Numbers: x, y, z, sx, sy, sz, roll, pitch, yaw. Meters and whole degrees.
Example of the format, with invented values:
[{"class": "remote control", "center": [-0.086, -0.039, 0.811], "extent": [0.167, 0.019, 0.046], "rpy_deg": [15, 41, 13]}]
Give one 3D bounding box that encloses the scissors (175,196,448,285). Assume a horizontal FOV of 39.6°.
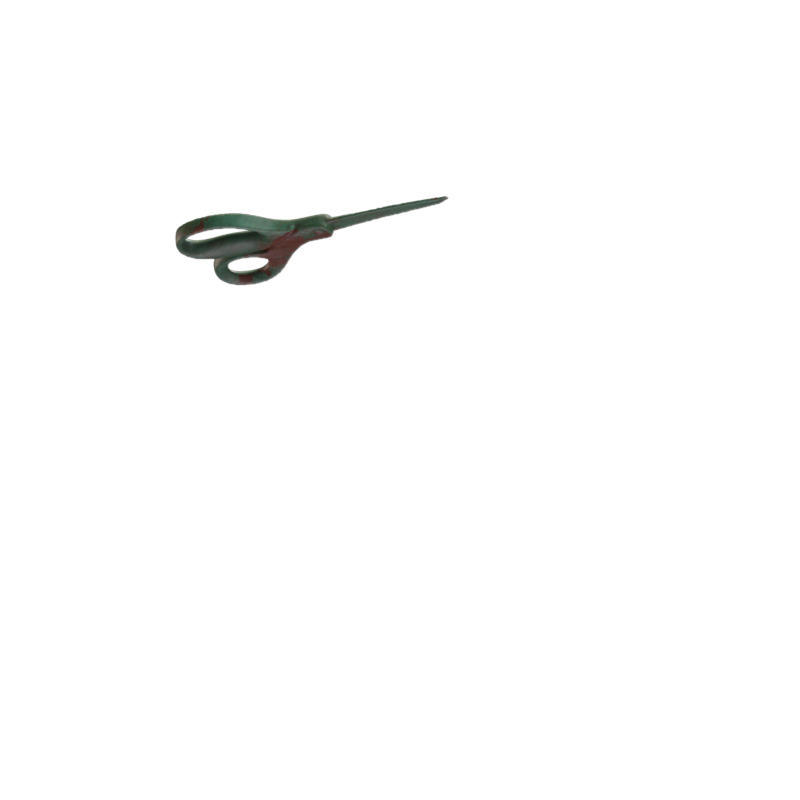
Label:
[{"class": "scissors", "center": [-0.064, -0.117, 0.822], "extent": [0.203, 0.017, 0.090], "rpy_deg": [-3, -25, 6]}]
